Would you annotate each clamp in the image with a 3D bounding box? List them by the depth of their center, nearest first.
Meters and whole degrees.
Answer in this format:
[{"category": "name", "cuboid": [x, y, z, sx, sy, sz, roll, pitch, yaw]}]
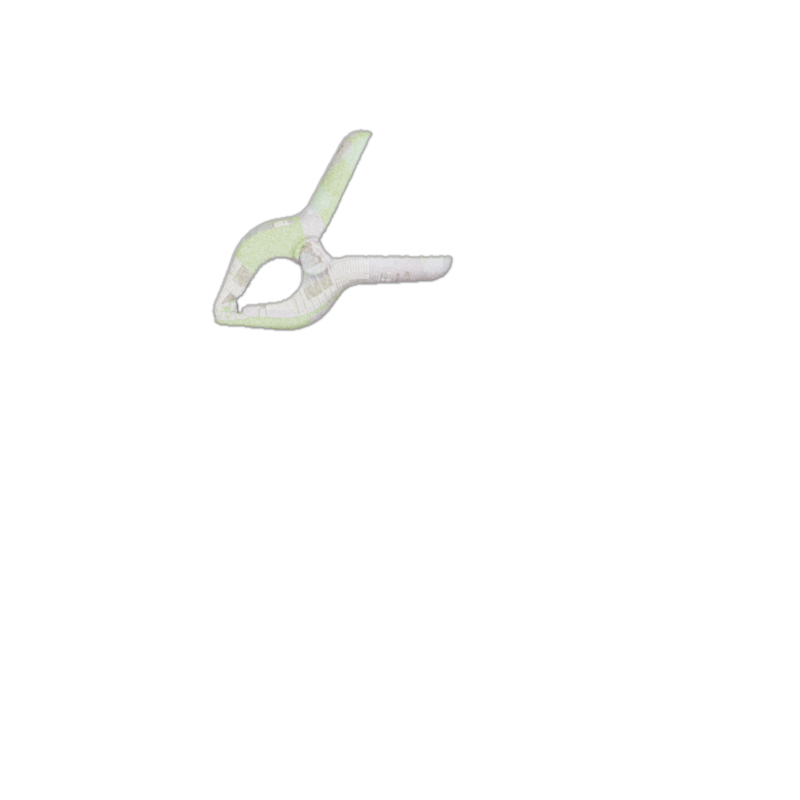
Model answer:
[{"category": "clamp", "cuboid": [-0.062, -0.113, 0.790, 0.171, 0.124, 0.038, -24, -10, -5]}]
